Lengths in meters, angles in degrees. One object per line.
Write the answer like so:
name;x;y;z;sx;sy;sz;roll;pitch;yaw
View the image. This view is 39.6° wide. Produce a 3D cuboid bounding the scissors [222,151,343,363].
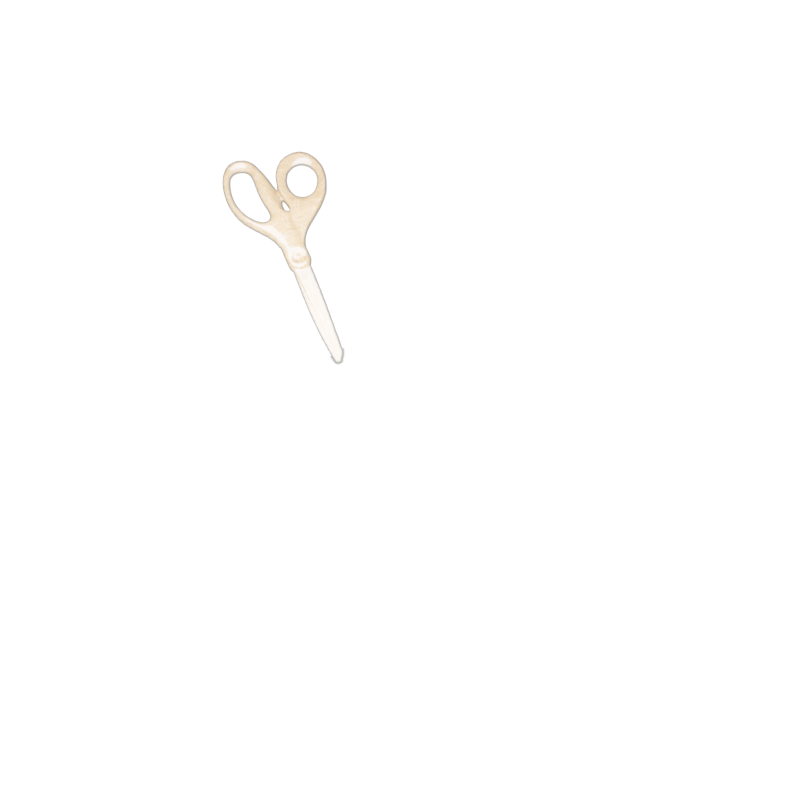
scissors;-0.072;-0.131;0.917;0.096;0.213;0.015;-32;-23;-16
